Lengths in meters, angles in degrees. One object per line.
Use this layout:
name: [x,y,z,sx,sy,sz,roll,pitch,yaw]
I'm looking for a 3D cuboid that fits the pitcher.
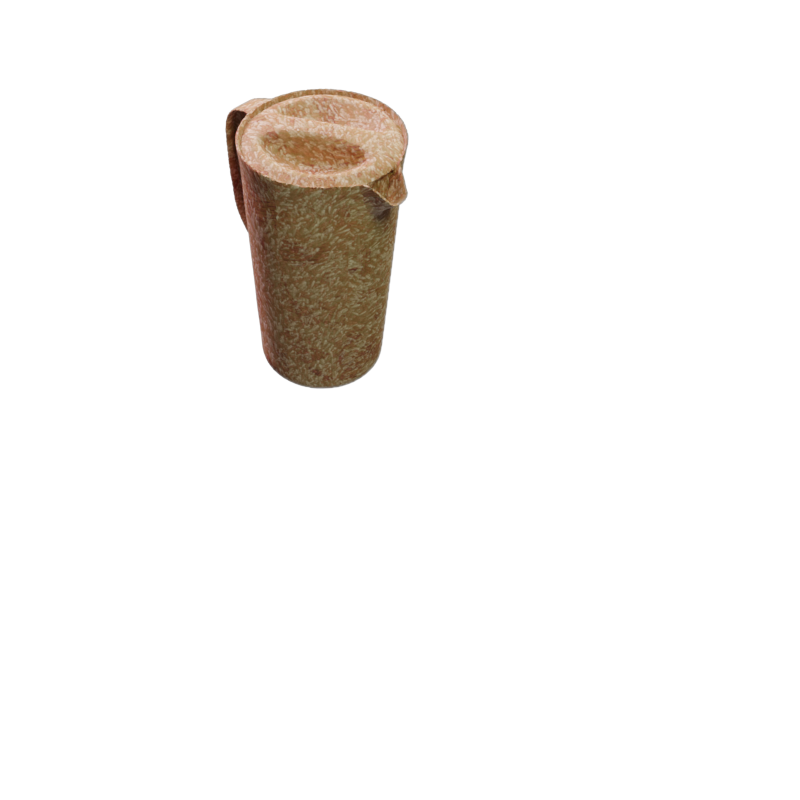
pitcher: [-0.073,-0.133,0.929,0.144,0.226,0.160,0,44,-3]
